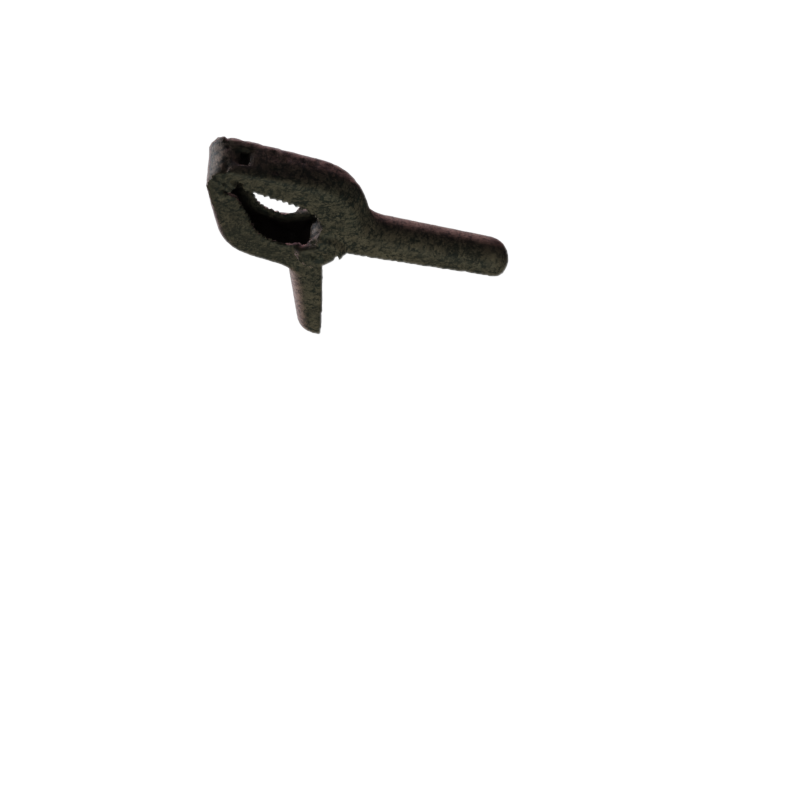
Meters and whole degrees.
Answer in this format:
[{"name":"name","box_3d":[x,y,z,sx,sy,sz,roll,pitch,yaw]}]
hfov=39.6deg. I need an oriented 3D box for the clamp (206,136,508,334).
[{"name":"clamp","box_3d":[-0.055,-0.101,0.708,0.165,0.039,0.196,-22,-33,38]}]
